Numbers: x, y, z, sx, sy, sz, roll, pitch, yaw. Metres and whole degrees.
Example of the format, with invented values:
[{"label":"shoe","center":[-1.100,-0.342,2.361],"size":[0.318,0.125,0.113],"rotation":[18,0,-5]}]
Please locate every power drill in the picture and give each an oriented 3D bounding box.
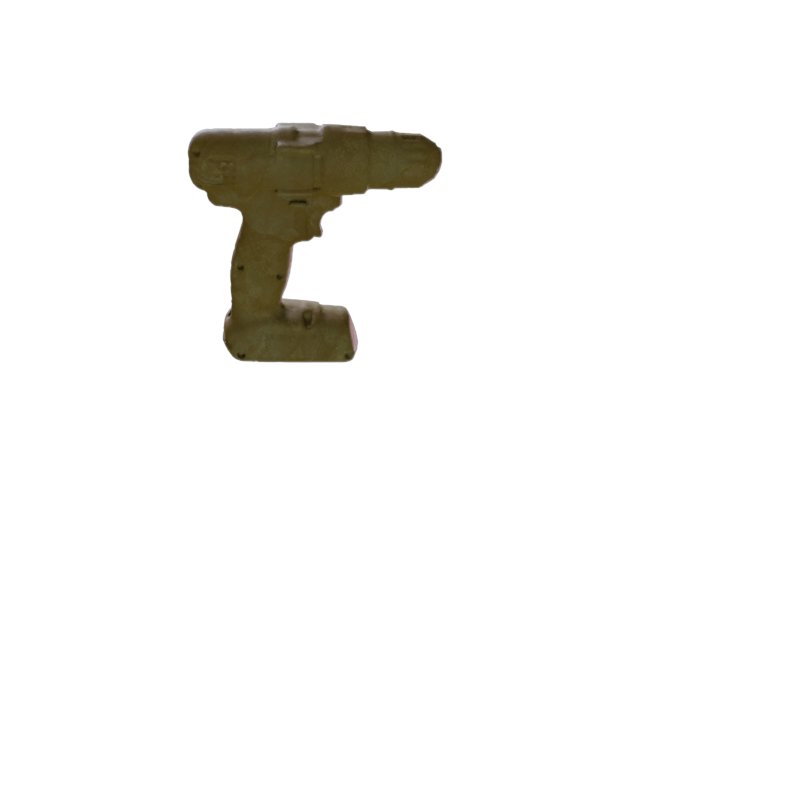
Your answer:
[{"label":"power drill","center":[-0.066,-0.120,0.837],"size":[0.184,0.177,0.061],"rotation":[2,28,-1]}]
